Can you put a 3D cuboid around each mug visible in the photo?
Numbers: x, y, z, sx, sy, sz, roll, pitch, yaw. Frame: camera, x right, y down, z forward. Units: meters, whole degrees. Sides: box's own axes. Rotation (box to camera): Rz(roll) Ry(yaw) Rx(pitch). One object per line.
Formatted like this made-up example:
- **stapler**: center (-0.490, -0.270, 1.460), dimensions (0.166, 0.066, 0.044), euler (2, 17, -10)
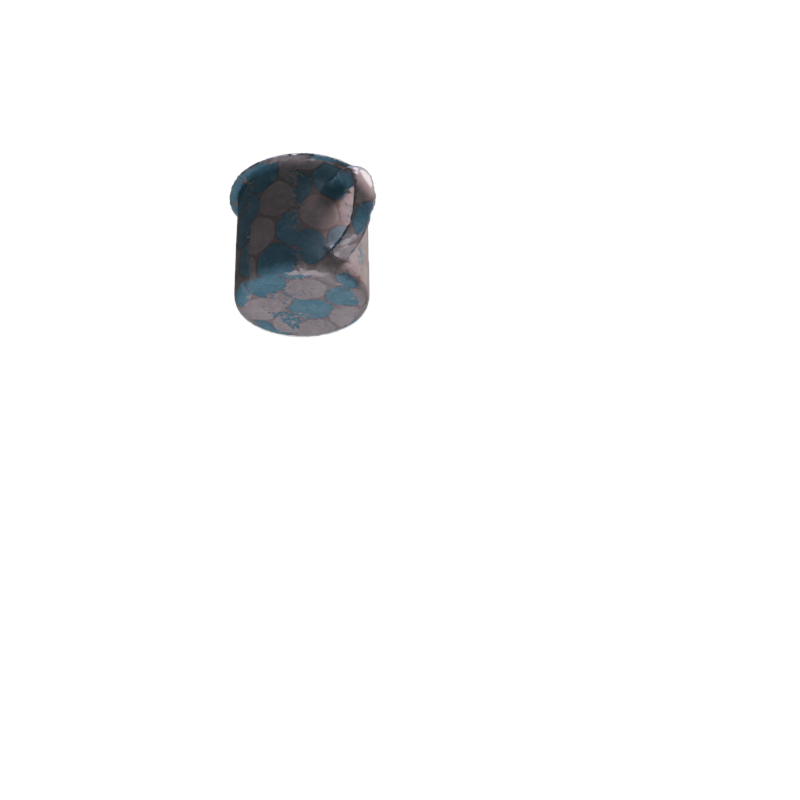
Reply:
- **mug**: center (-0.053, -0.096, 0.675), dimensions (0.088, 0.087, 0.116), euler (21, -36, -32)
